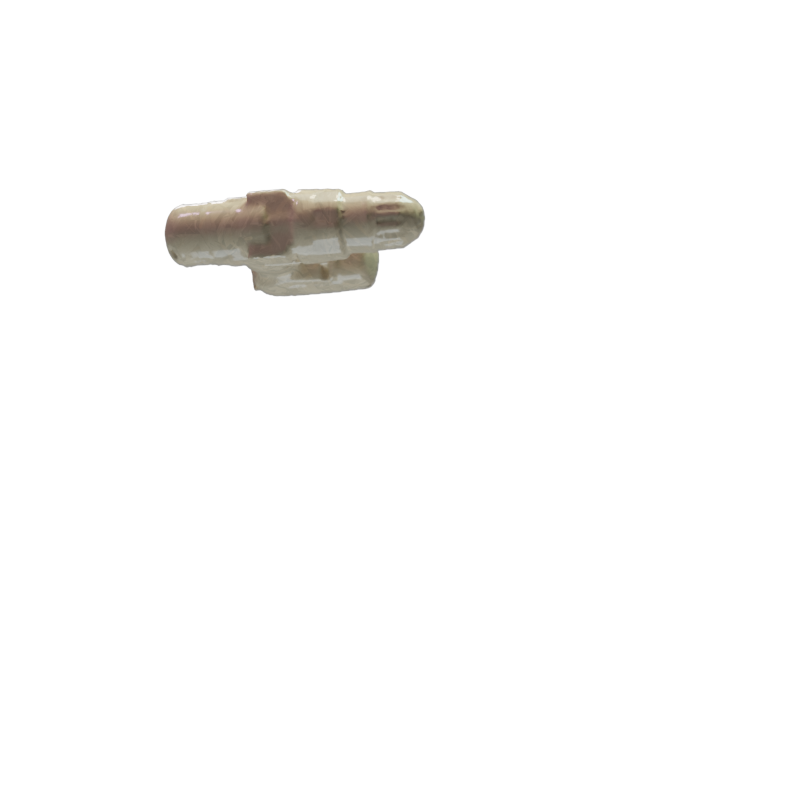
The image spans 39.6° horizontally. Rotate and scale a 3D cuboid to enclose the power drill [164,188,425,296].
[{"bbox_3d":[-0.066,-0.120,0.843,0.187,0.058,0.182,-1,-4,10],"label":"power drill"}]
